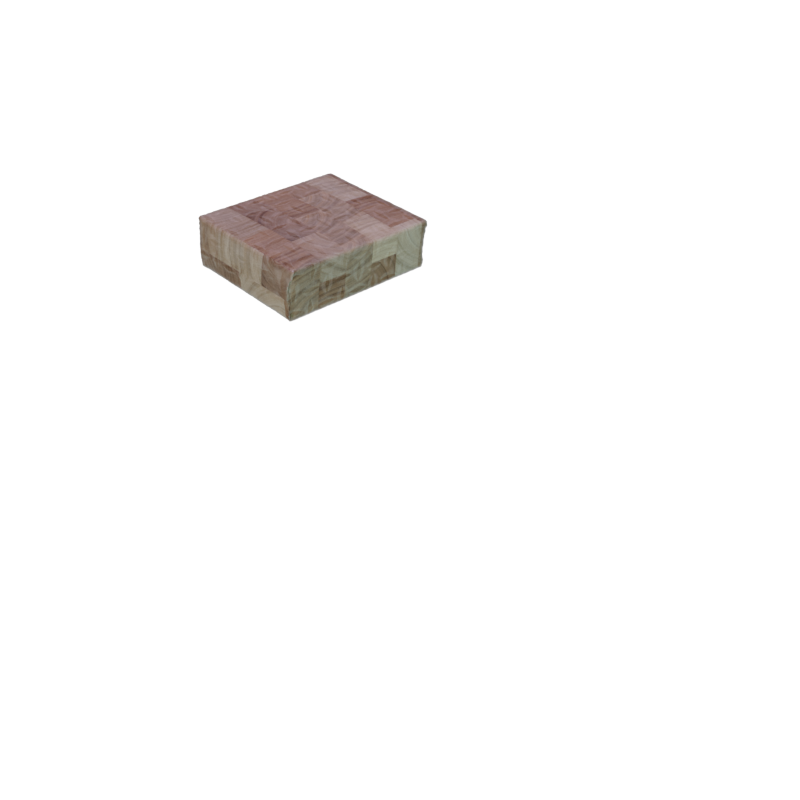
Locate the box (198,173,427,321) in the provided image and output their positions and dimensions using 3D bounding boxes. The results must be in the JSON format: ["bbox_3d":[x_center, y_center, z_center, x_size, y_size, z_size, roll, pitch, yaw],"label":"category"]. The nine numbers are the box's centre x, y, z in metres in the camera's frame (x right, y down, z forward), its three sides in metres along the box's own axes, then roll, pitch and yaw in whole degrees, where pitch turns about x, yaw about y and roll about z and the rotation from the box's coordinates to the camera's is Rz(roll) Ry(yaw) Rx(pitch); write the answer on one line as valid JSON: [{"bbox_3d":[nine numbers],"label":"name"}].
[{"bbox_3d":[-0.054,-0.098,0.686,0.113,0.036,0.096,-28,43,-35],"label":"box"}]
